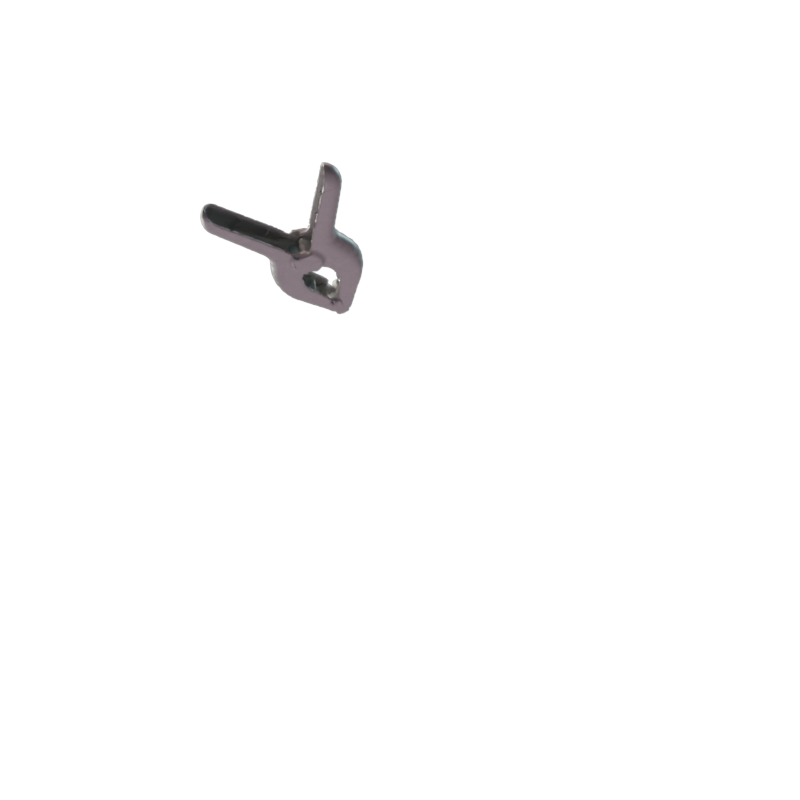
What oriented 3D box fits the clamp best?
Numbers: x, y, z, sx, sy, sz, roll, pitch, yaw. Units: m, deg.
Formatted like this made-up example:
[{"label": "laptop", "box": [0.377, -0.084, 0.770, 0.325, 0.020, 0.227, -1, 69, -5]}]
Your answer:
[{"label": "clamp", "box": [-0.073, -0.133, 0.928, 0.121, 0.042, 0.159, -17, -34, 26]}]
